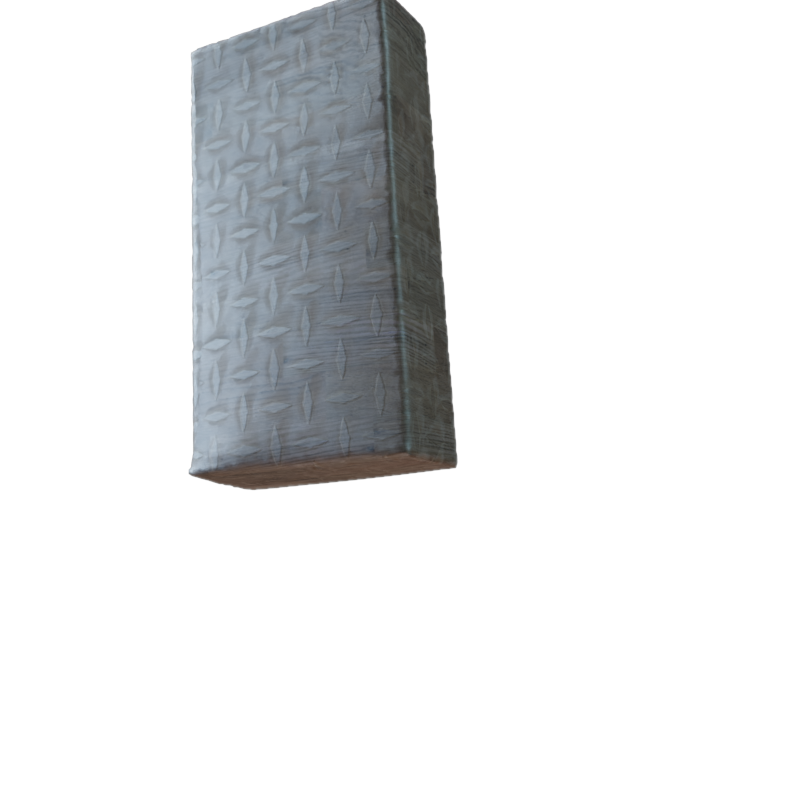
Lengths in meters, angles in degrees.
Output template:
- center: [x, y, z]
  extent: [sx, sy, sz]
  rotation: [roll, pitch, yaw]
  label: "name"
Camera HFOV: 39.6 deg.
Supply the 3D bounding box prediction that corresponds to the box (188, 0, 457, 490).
- center: [-0.033, -0.060, 0.421]
  extent: [0.095, 0.184, 0.045]
  rotation: [-11, -22, 28]
  label: "box"
